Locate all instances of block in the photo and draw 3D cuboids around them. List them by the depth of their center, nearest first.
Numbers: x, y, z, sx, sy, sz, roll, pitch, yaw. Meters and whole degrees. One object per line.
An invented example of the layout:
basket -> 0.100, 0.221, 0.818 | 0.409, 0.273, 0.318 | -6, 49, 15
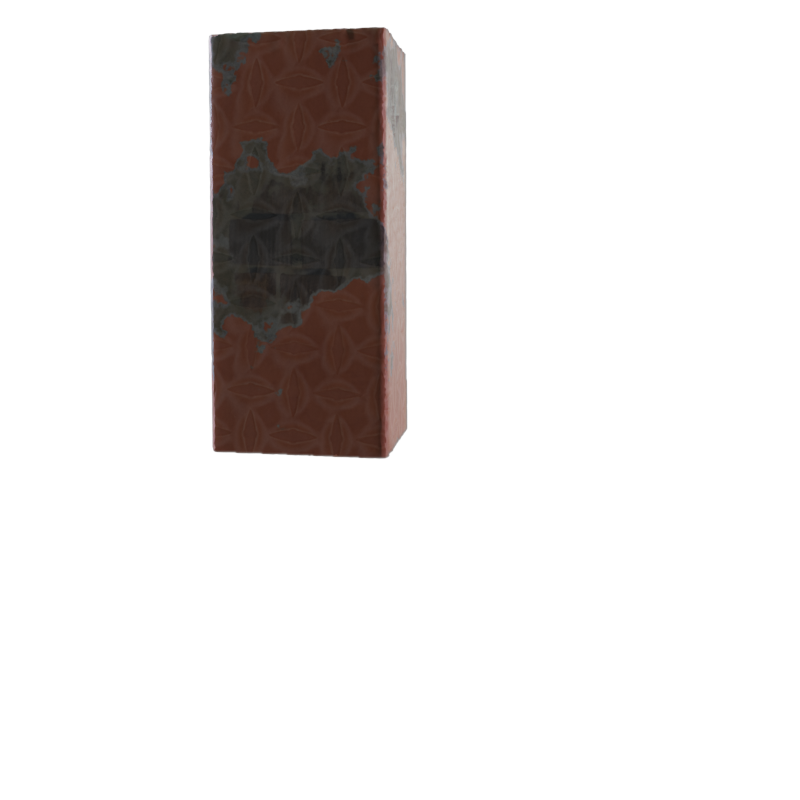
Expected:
block -> -0.046, -0.083, 0.578 | 0.092, 0.206, 0.089 | 0, 2, 9
